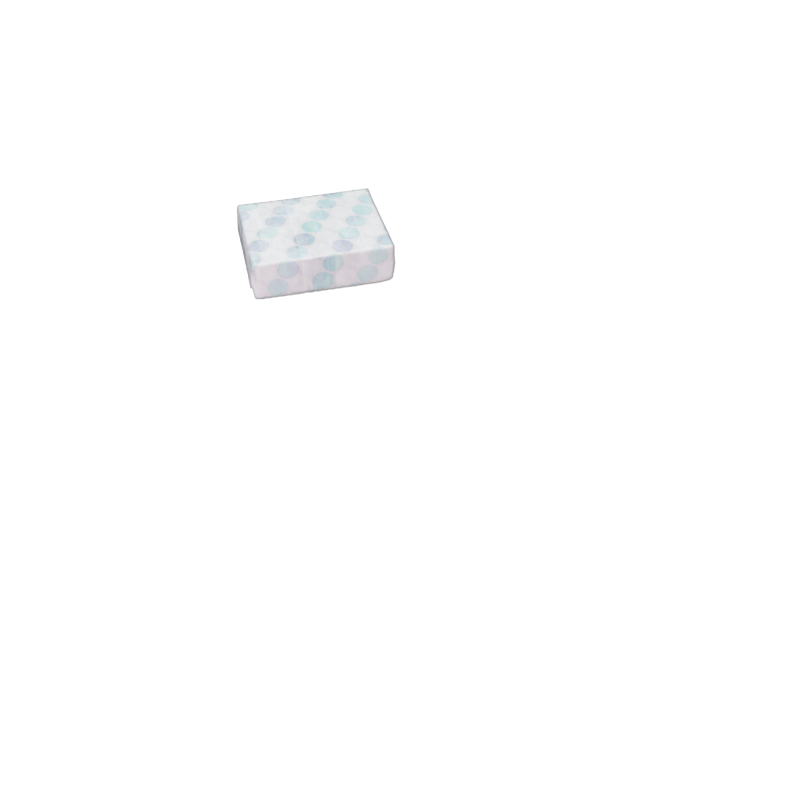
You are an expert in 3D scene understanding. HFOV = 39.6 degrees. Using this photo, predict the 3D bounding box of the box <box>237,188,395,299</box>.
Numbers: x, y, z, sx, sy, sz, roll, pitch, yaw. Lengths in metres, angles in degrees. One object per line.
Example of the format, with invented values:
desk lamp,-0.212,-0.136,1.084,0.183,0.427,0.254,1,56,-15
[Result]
box,-0.069,-0.126,0.880,0.112,0.036,0.097,-8,40,-10
